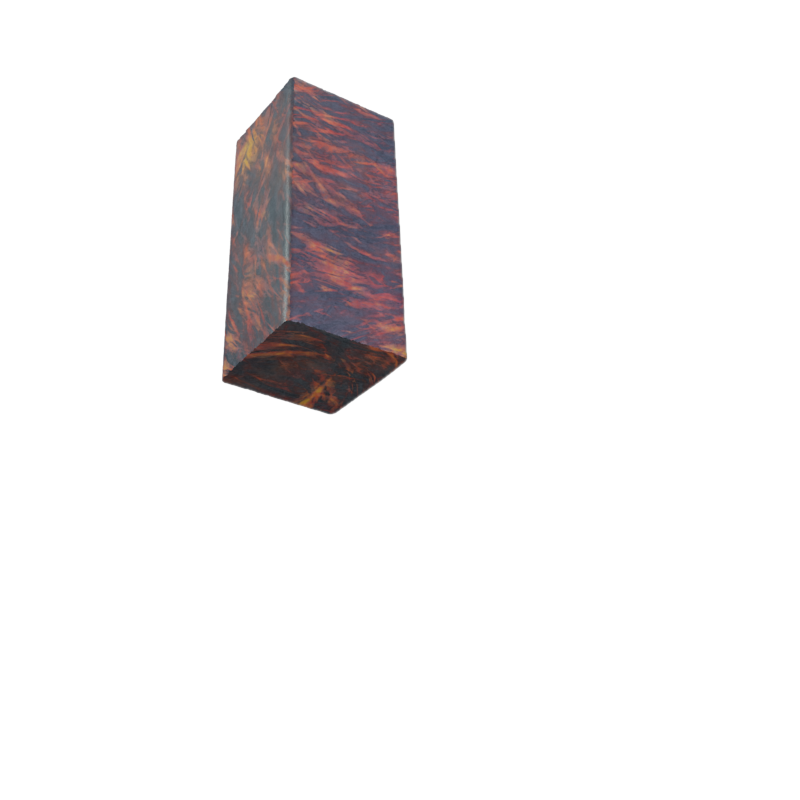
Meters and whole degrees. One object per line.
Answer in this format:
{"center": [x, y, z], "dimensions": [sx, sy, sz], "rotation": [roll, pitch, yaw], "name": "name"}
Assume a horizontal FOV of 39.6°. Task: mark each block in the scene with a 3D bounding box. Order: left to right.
{"center": [-0.060, -0.109, 0.768], "dimensions": [0.086, 0.221, 0.088], "rotation": [19, -39, -29], "name": "block"}
